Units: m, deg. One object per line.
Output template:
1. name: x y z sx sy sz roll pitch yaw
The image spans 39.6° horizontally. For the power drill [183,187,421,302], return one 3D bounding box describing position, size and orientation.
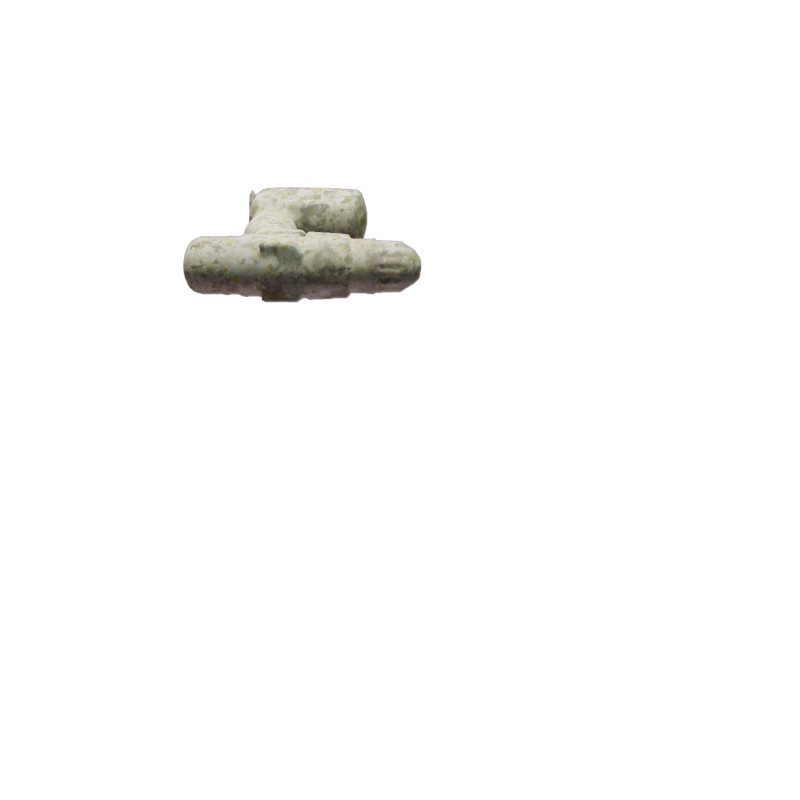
1. power drill: -0.072 -0.132 0.921 0.186 0.055 0.194 2 21 5
